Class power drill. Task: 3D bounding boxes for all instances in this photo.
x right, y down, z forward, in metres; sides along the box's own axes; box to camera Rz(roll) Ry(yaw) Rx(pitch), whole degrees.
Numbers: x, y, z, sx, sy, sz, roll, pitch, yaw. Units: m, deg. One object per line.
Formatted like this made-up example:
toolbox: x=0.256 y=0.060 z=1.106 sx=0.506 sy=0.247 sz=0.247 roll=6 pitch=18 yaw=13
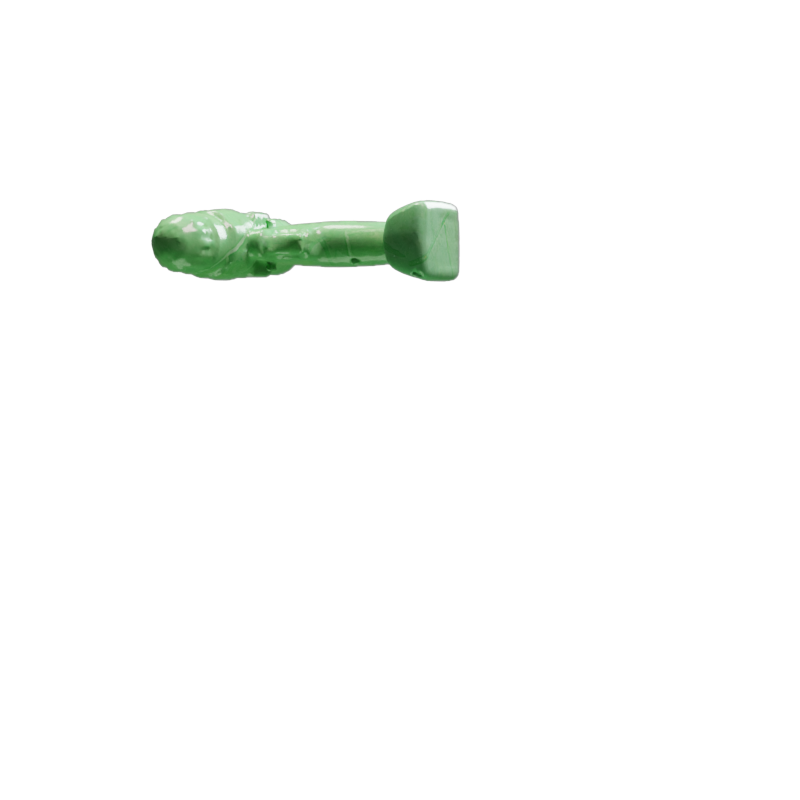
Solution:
power drill: x=-0.062 y=-0.113 z=0.790 sx=0.193 sy=0.057 sz=0.181 roll=3 pitch=9 yaw=21
